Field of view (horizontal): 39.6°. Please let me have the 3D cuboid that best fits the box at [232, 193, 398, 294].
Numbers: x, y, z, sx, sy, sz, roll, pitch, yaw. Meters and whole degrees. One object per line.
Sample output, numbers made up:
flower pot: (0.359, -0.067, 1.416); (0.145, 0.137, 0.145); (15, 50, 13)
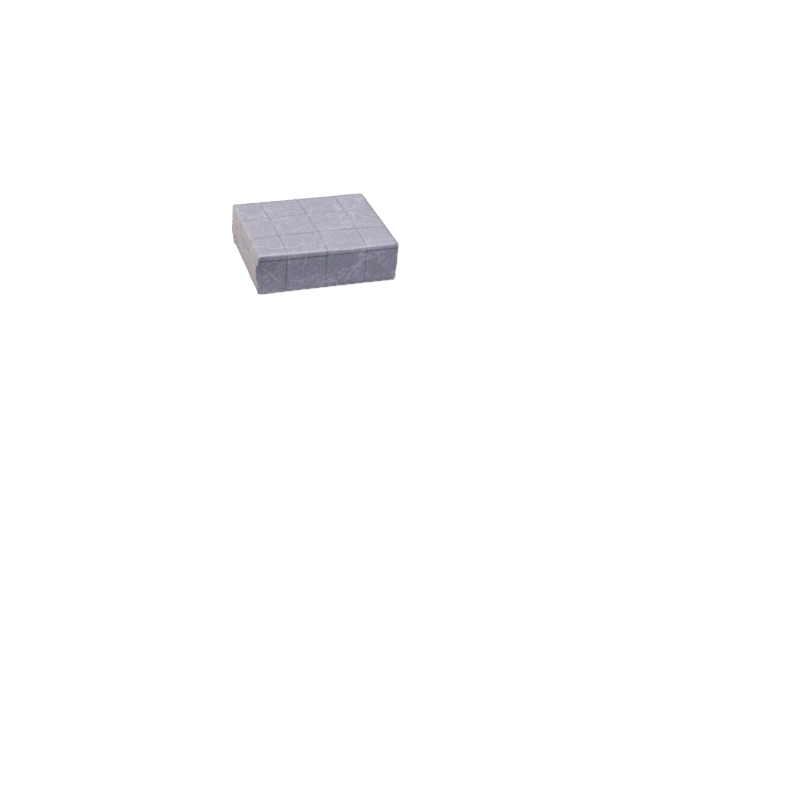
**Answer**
box: (-0.068, -0.124, 0.871); (0.112, 0.037, 0.097); (-10, 34, -15)
